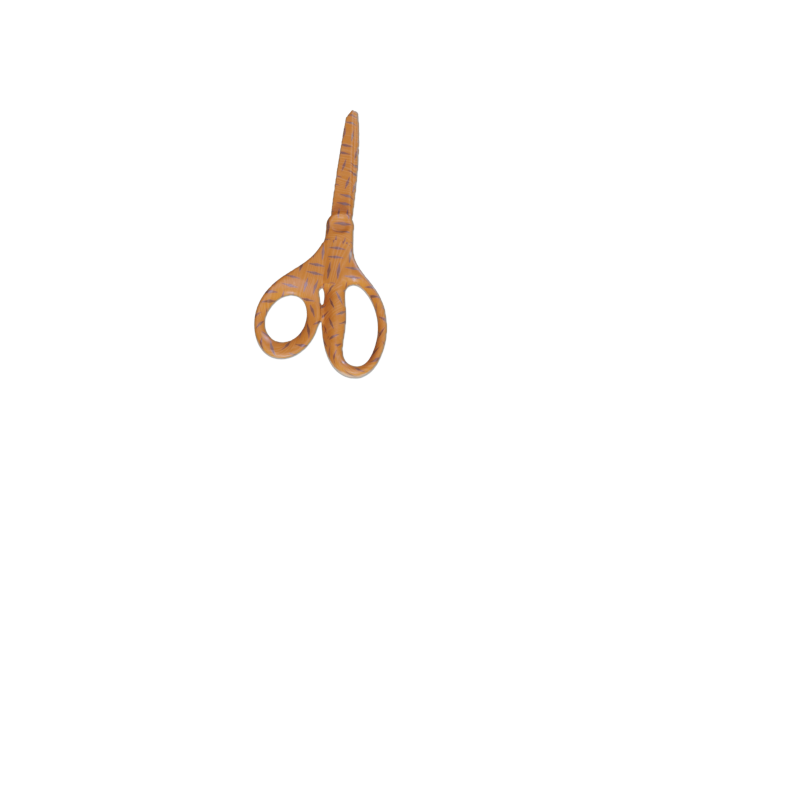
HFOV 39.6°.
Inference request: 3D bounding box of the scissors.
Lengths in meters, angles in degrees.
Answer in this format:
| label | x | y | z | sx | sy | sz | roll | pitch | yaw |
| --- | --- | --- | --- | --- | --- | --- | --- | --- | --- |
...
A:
| label | x | y | z | sx | sy | sz | roll | pitch | yaw |
| --- | --- | --- | --- | --- | --- | --- | --- | --- | --- |
| scissors | -0.059 | -0.108 | 0.758 | 0.096 | 0.214 | 0.015 | -9 | -25 | -4 |
